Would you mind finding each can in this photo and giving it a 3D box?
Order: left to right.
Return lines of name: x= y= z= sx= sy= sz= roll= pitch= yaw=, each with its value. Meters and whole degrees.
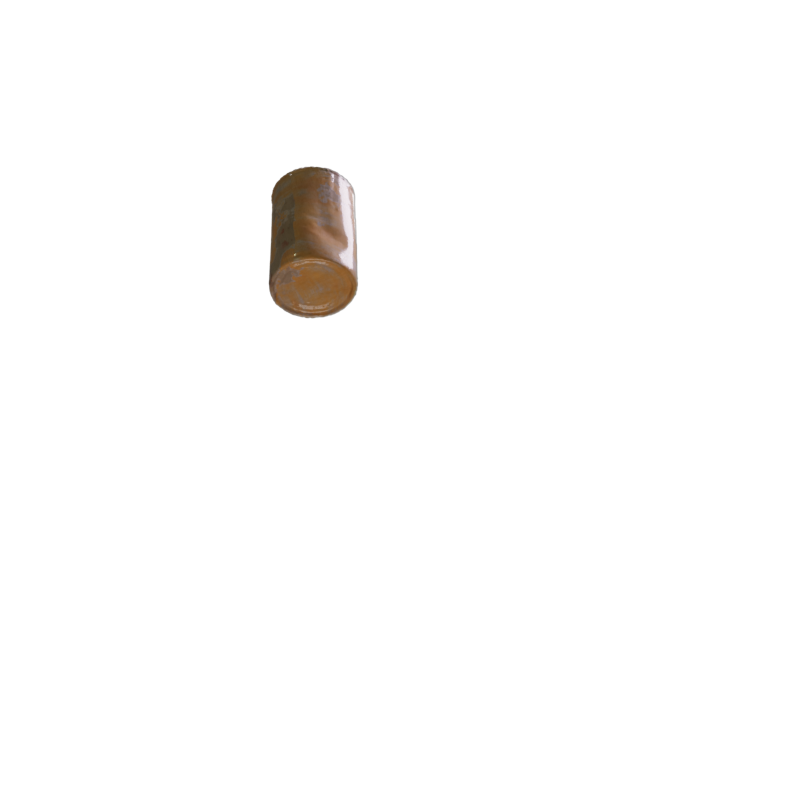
can: x=-0.067 y=-0.123 z=0.858 sx=0.068 sy=0.110 sz=0.064 roll=-1 pitch=-42 yaw=-3
